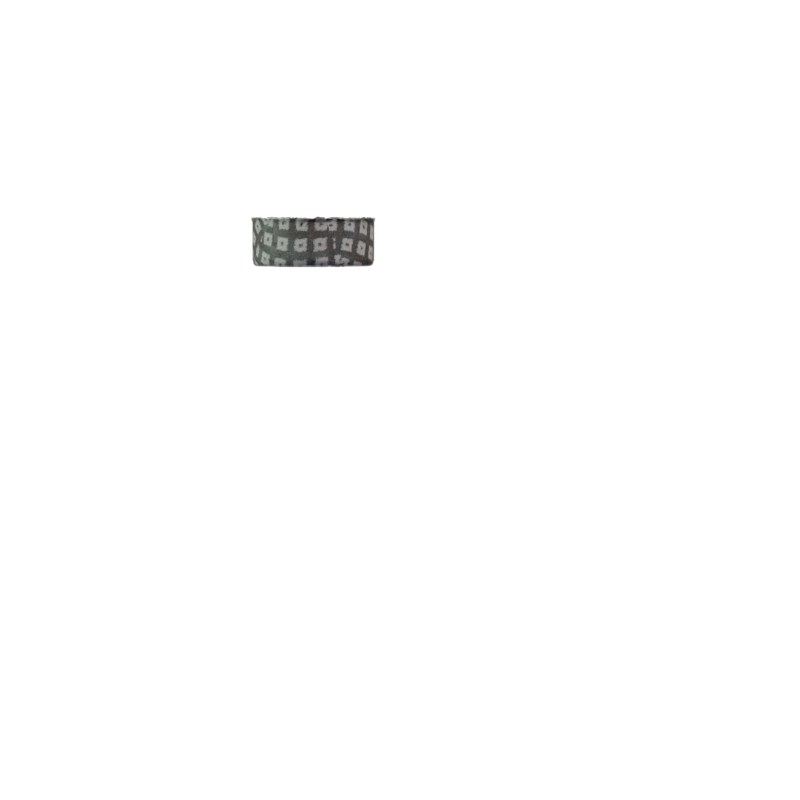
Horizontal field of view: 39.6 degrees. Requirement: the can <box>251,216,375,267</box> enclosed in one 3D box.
[{"bbox_3d":[-0.060,-0.110,0.767,0.086,0.033,0.087,0,7,-2],"label":"can"}]
